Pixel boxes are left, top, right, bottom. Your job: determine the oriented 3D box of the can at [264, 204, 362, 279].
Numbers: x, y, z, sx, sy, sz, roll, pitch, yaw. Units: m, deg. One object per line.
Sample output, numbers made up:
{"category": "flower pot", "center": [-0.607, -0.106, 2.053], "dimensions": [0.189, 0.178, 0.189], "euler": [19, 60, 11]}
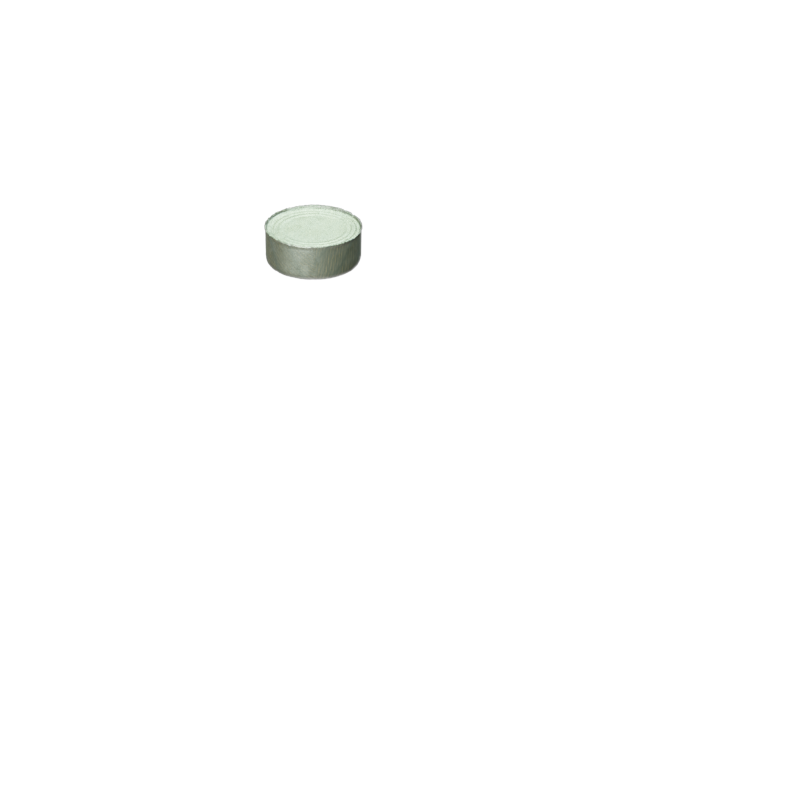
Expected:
{"category": "can", "center": [-0.076, -0.139, 0.975], "dimensions": [0.086, 0.032, 0.091], "euler": [-1, 32, -2]}
